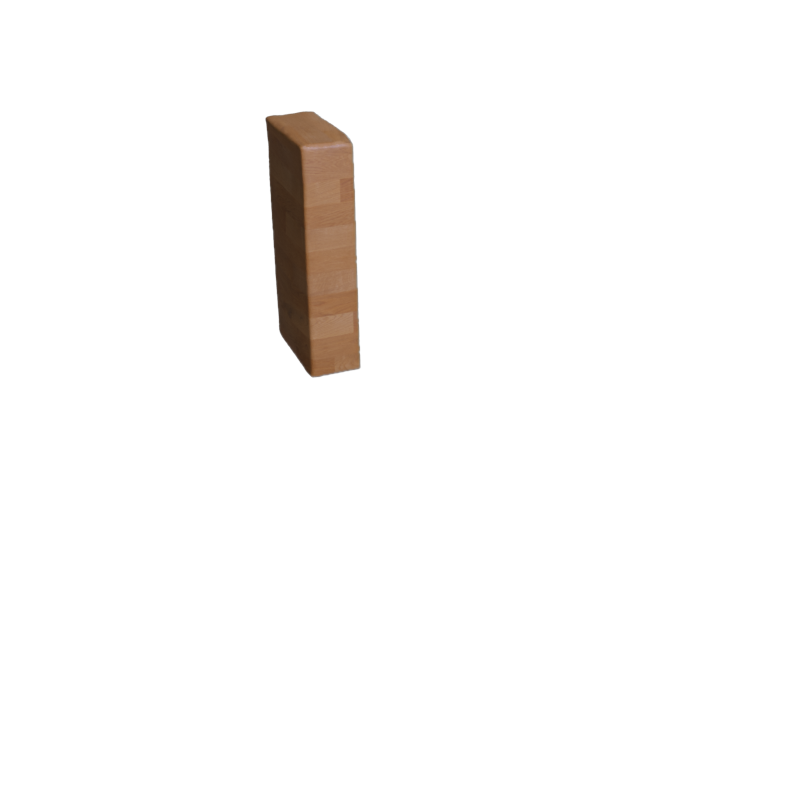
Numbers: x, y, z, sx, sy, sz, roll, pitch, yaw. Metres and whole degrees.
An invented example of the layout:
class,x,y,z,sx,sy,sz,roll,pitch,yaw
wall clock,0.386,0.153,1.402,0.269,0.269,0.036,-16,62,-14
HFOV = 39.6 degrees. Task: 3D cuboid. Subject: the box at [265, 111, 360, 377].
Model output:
class,x,y,z,sx,sy,sz,roll,pitch,yaw
box,-0.064,-0.117,0.820,0.047,0.168,0.100,-7,25,-20
